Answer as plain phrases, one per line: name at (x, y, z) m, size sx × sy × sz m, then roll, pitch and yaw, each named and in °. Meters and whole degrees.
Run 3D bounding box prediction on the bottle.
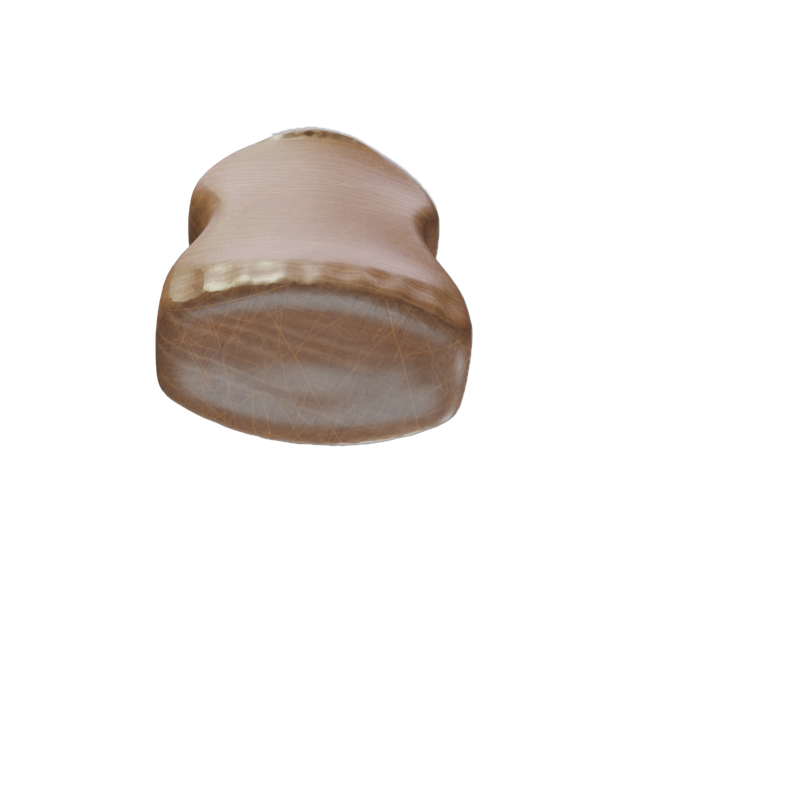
bottle at (-0.033, -0.059, 0.414) m, size 0.095 × 0.055 × 0.203 m, roll 2°, pitch 29°, yaw -5°
